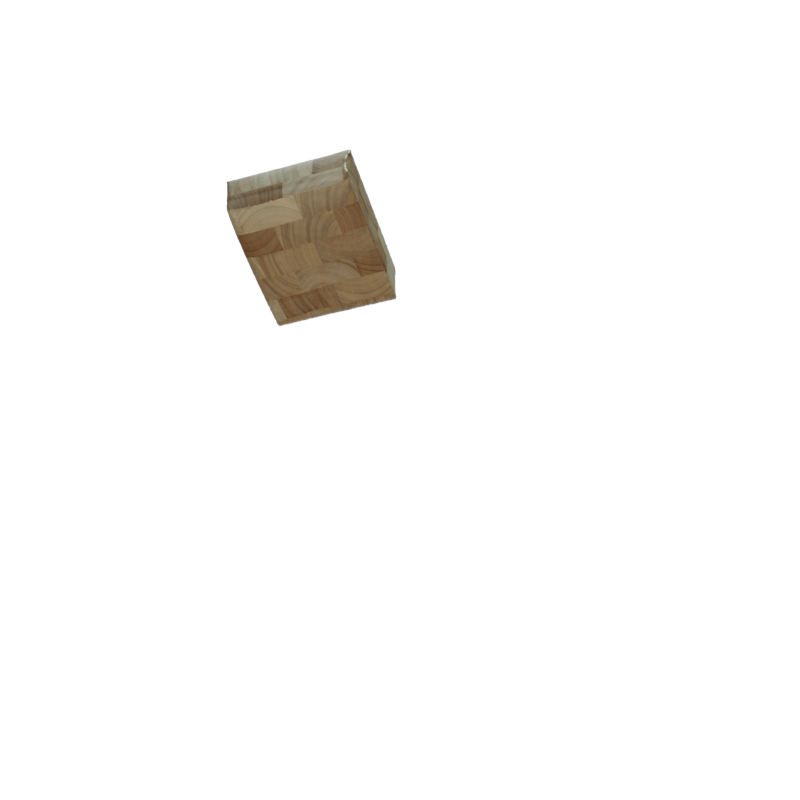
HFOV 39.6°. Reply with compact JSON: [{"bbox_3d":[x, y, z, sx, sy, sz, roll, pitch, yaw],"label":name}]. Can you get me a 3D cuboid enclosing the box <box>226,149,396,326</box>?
[{"bbox_3d":[-0.060,-0.109,0.764,0.090,0.105,0.042,-13,42,11],"label":"box"}]
